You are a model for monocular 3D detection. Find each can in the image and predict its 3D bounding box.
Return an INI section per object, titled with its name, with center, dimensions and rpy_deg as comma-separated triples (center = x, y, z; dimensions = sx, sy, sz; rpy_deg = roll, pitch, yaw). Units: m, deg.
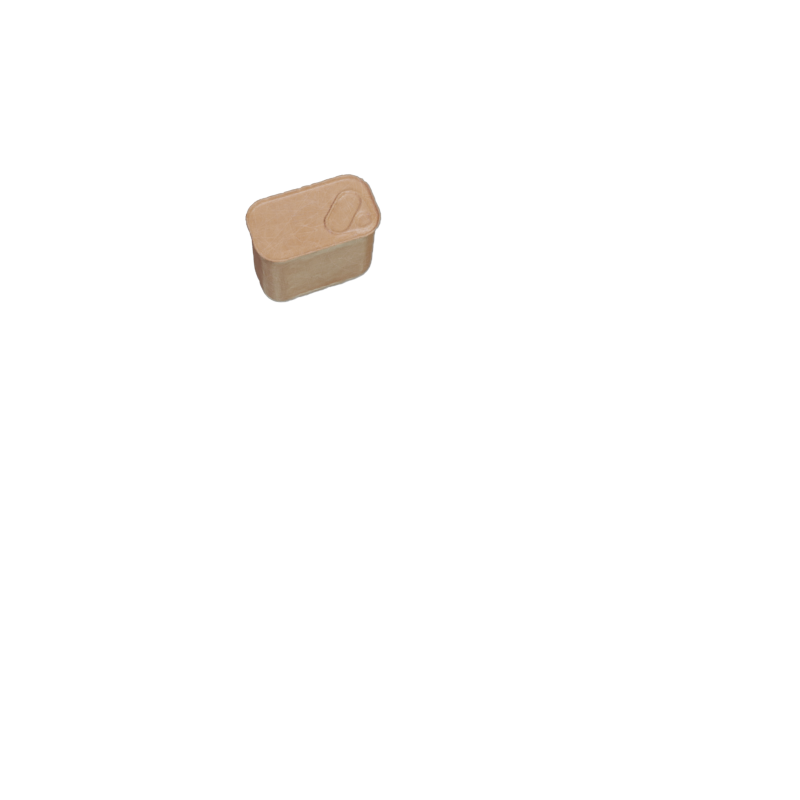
[can]
center = -0.069, -0.127, 0.889
dimensions = 0.101, 0.061, 0.079
rpy_deg = -18, -21, -10
